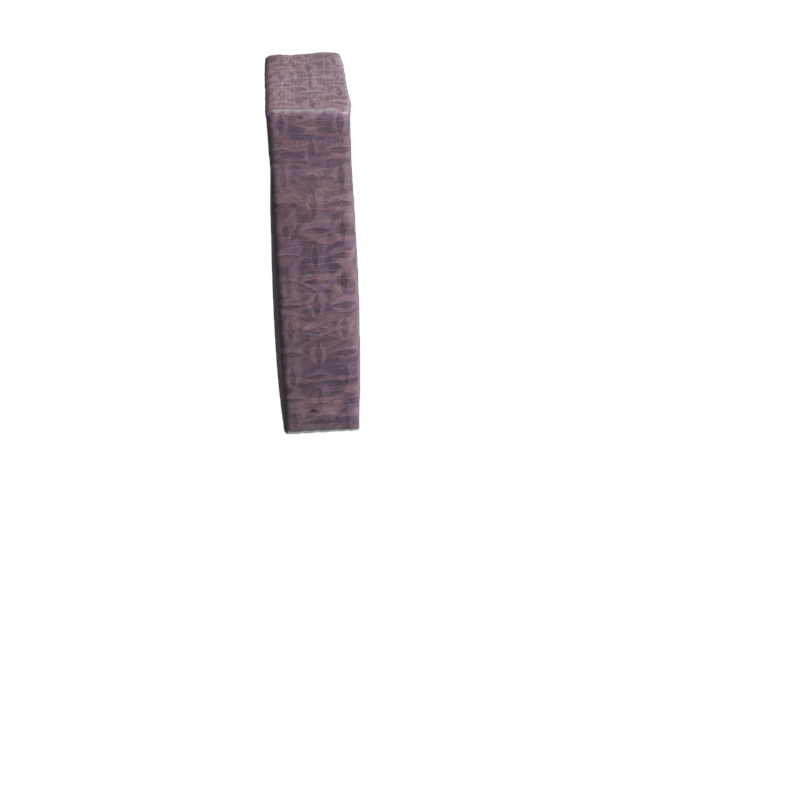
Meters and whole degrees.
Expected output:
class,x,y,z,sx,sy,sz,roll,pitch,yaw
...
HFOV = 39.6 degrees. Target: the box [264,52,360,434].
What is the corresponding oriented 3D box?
class,x,y,z,sx,sy,sz,roll,pitch,yaw
box,-0.045,-0.082,0.573,0.048,0.166,0.099,-1,29,-6
